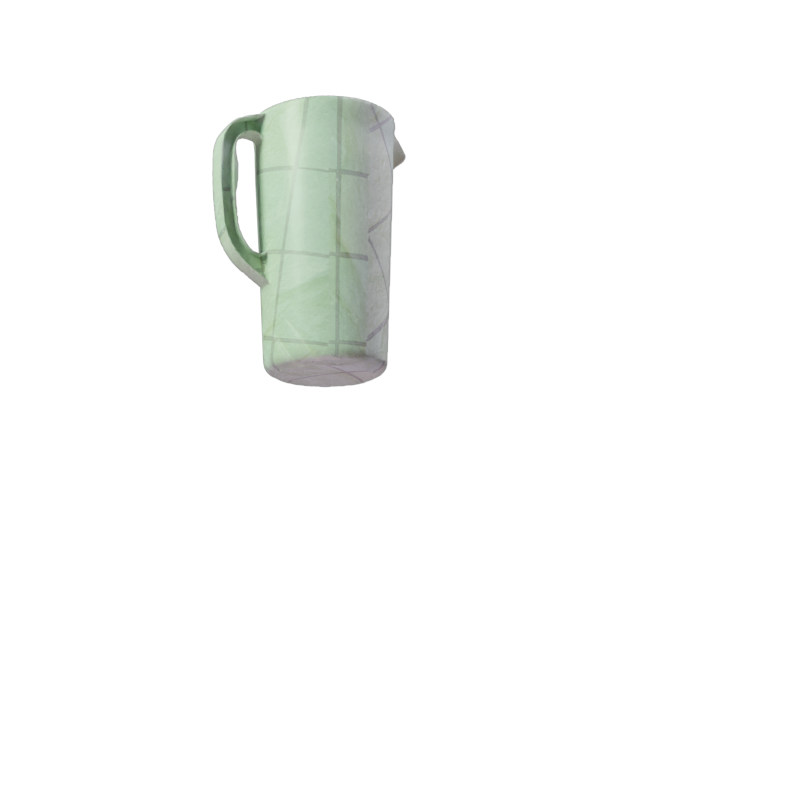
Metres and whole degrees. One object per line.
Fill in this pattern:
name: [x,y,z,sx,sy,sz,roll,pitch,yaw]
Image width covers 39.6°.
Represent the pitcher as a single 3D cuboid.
pitcher: [-0.078,-0.141,0.990,0.152,0.254,0.137,-6,-18,15]
